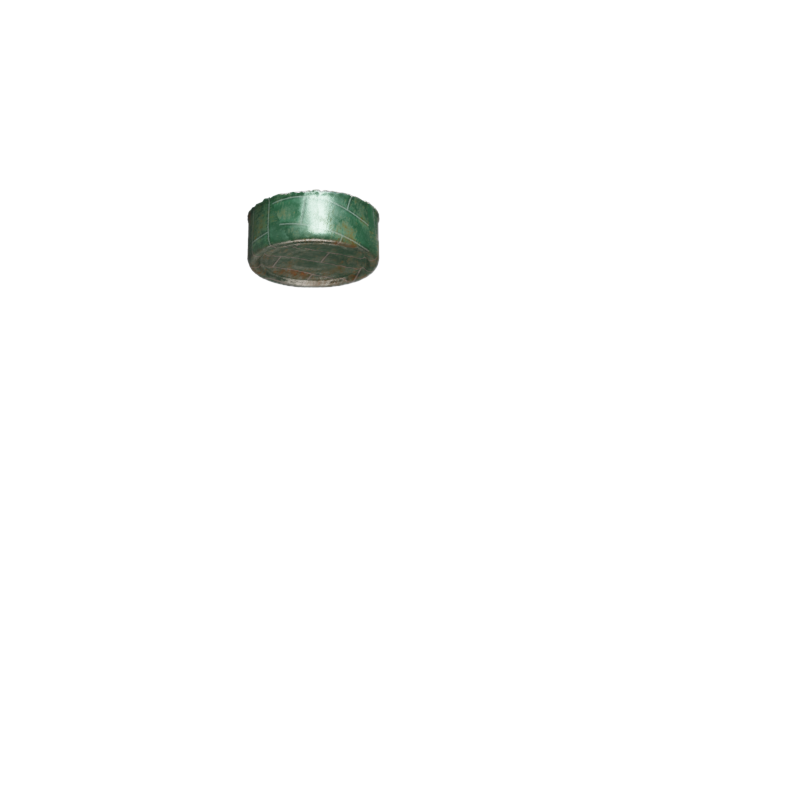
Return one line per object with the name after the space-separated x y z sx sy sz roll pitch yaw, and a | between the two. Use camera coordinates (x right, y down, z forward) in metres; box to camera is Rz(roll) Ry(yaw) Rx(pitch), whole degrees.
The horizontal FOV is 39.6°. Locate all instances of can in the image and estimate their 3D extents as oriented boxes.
-0.056 -0.102 0.713 0.086 0.035 0.082 0 -17 -2 | can
